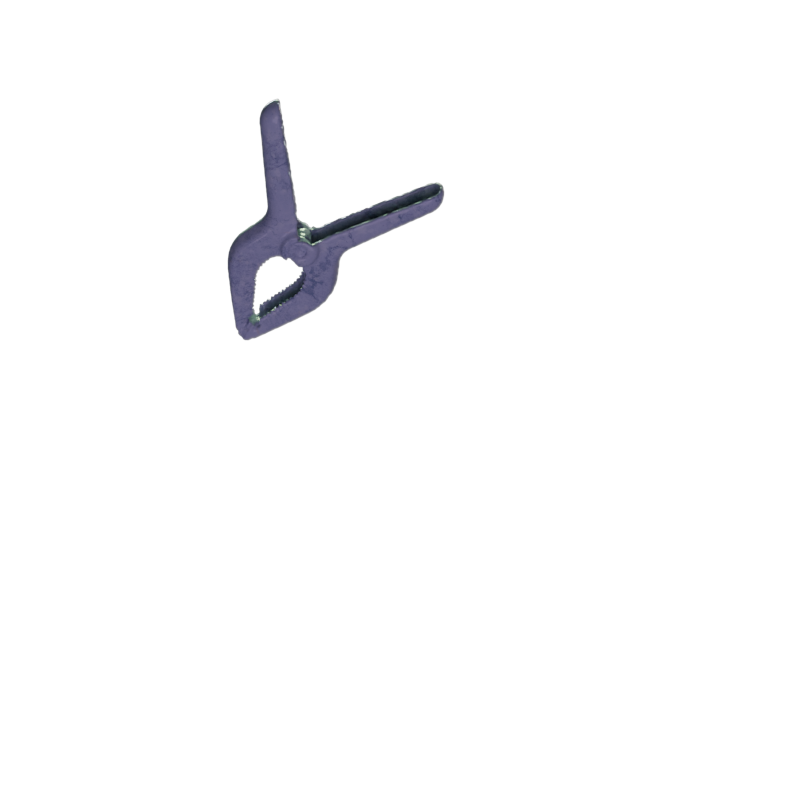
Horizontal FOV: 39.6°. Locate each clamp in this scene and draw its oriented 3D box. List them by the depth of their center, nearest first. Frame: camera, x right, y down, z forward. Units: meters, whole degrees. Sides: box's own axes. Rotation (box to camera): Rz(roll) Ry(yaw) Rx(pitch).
[{"bbox_3d":[-0.072,-0.132,0.922,0.161,0.202,0.039,21,28,-12],"label":"clamp"}]
